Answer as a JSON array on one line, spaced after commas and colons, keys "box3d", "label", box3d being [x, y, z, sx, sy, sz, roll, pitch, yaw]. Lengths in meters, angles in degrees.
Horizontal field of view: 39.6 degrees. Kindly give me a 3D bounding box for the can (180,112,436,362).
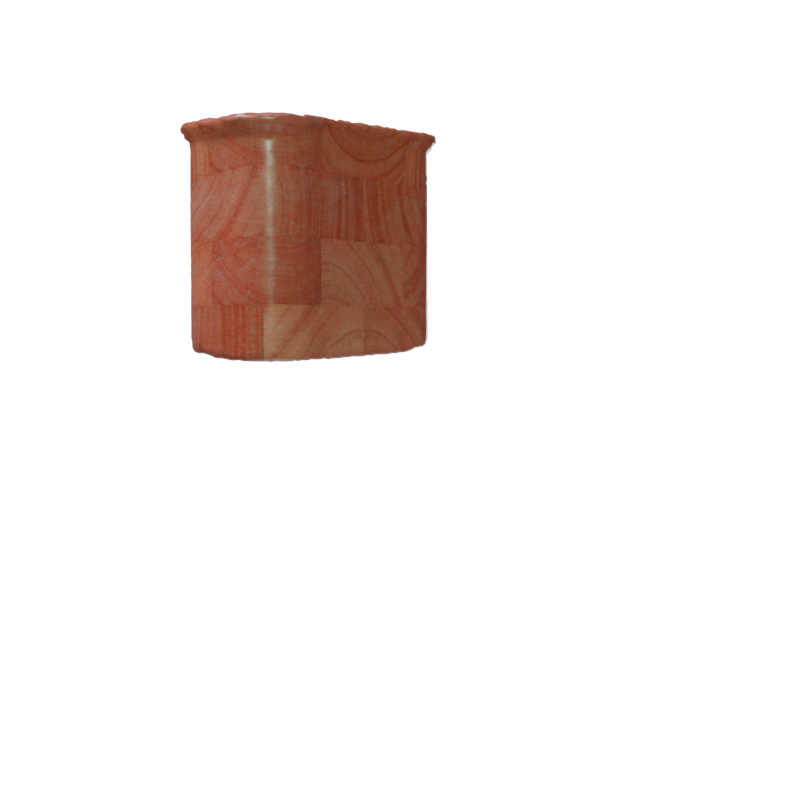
[{"box3d": [-0.033, -0.059, 0.416, 0.060, 0.084, 0.098, 0, 2, 40], "label": "can"}]
